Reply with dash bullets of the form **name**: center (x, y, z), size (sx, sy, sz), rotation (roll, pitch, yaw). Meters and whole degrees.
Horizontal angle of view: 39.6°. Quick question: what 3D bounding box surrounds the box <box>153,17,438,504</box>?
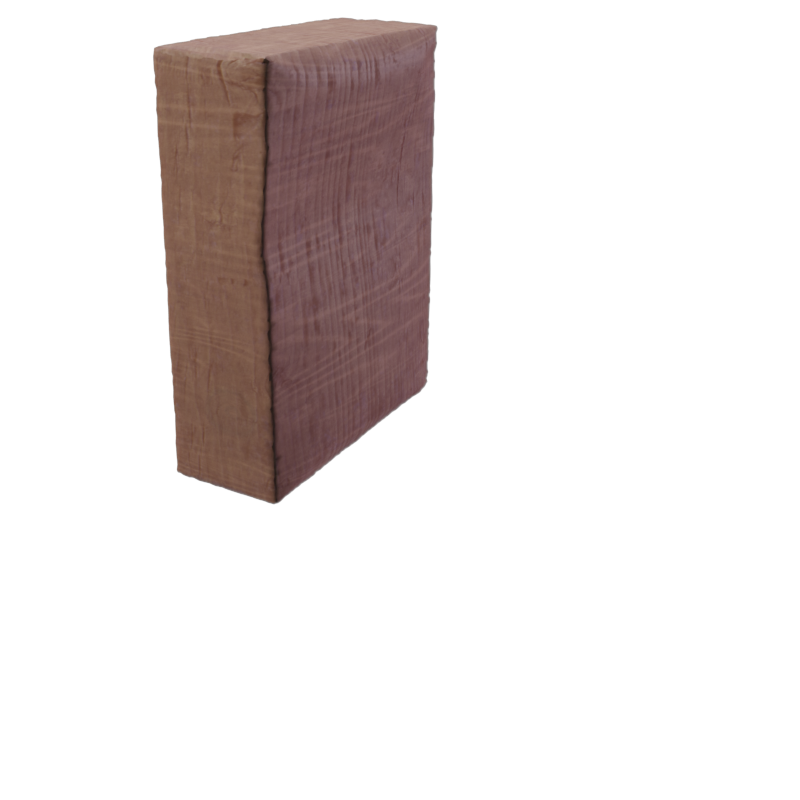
- **box**: center (-0.045, -0.082, 0.572), size (0.075, 0.205, 0.164), rotation (11, 23, 27)
